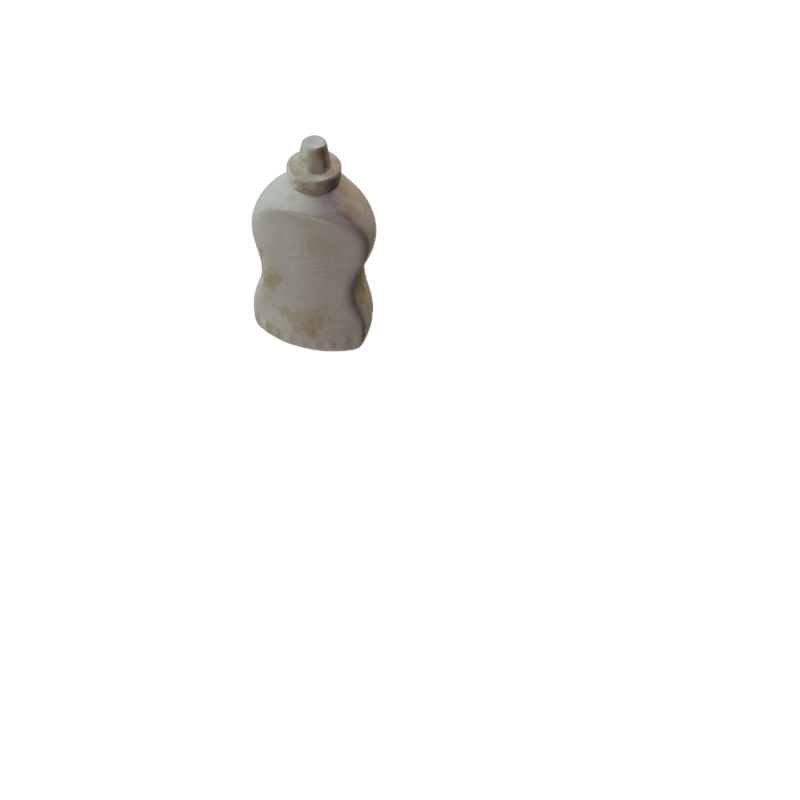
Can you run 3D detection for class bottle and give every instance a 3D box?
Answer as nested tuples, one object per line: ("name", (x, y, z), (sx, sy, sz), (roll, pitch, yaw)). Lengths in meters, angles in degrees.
("bottle", (-0.067, -0.124, 0.863), (0.098, 0.179, 0.061), (16, 47, 12))
